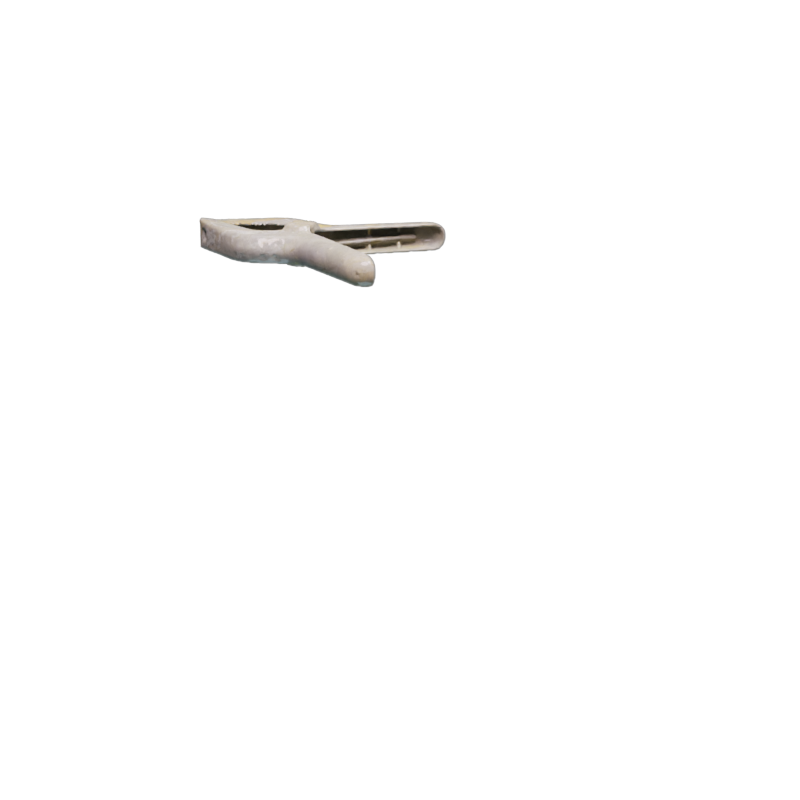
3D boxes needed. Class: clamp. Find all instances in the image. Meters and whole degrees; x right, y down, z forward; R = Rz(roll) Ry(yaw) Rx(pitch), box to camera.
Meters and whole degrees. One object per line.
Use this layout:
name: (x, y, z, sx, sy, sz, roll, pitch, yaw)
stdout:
clamp: (-0.074, -0.136, 0.949, 0.219, 0.035, 0.163, 11, 21, 30)
